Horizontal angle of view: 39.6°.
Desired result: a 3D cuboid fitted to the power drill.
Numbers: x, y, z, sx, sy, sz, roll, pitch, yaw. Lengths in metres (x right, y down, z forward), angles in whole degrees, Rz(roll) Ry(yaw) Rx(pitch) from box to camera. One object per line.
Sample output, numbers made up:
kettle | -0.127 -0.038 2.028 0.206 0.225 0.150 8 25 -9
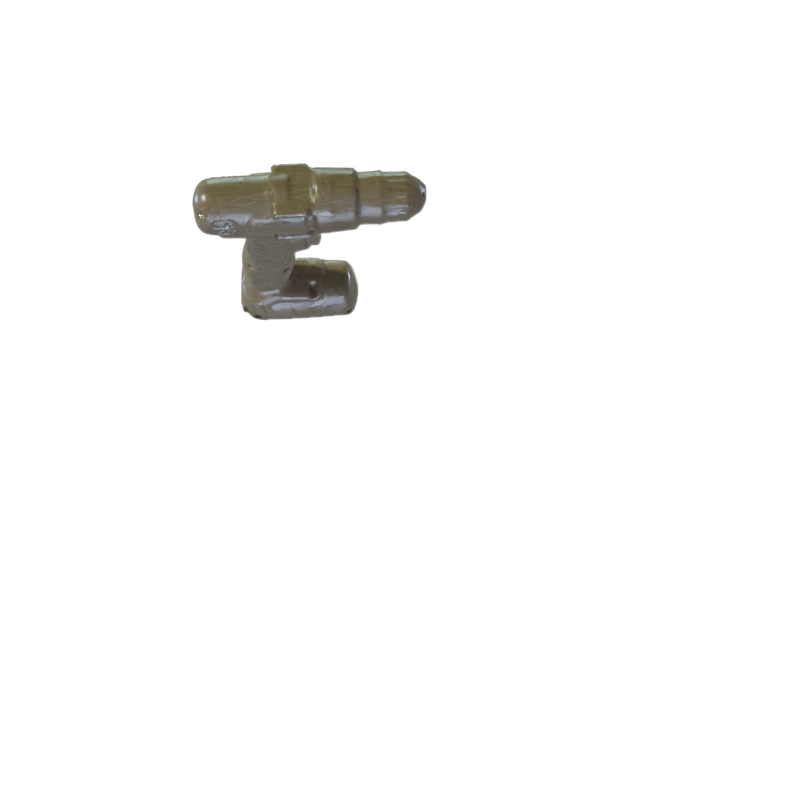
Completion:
power drill | -0.073 -0.134 0.936 0.185 0.061 0.177 0 -25 0
